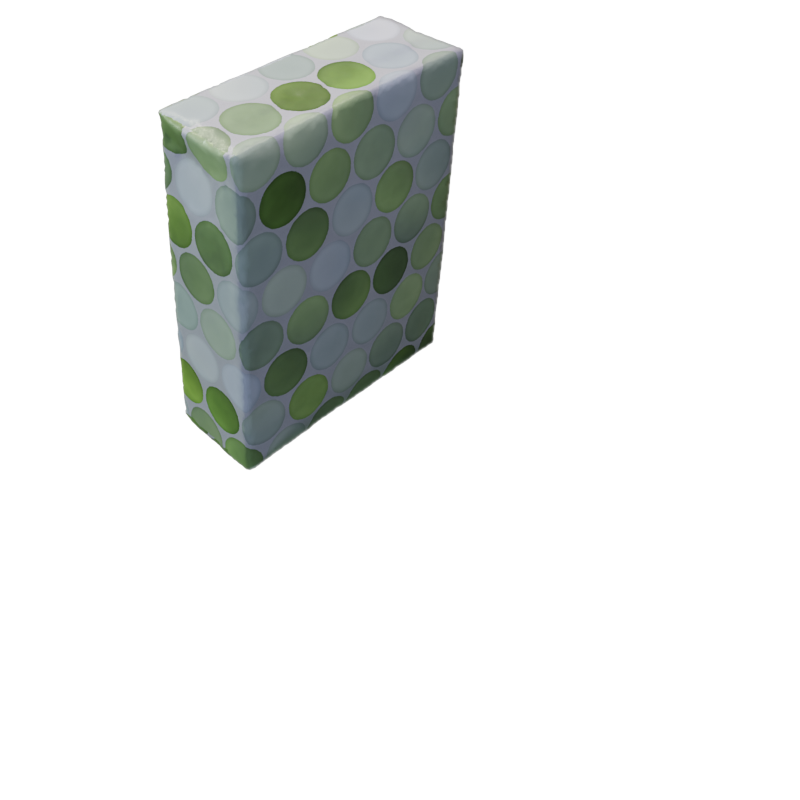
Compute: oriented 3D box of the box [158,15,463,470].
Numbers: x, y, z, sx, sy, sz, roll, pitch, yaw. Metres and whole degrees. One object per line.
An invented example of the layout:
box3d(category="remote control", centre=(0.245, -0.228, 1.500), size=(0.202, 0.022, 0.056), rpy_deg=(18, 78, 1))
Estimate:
box3d(category="box", centre=(-0.049, -0.090, 0.632), size=(0.077, 0.199, 0.165), rpy_deg=(32, 48, 30))
